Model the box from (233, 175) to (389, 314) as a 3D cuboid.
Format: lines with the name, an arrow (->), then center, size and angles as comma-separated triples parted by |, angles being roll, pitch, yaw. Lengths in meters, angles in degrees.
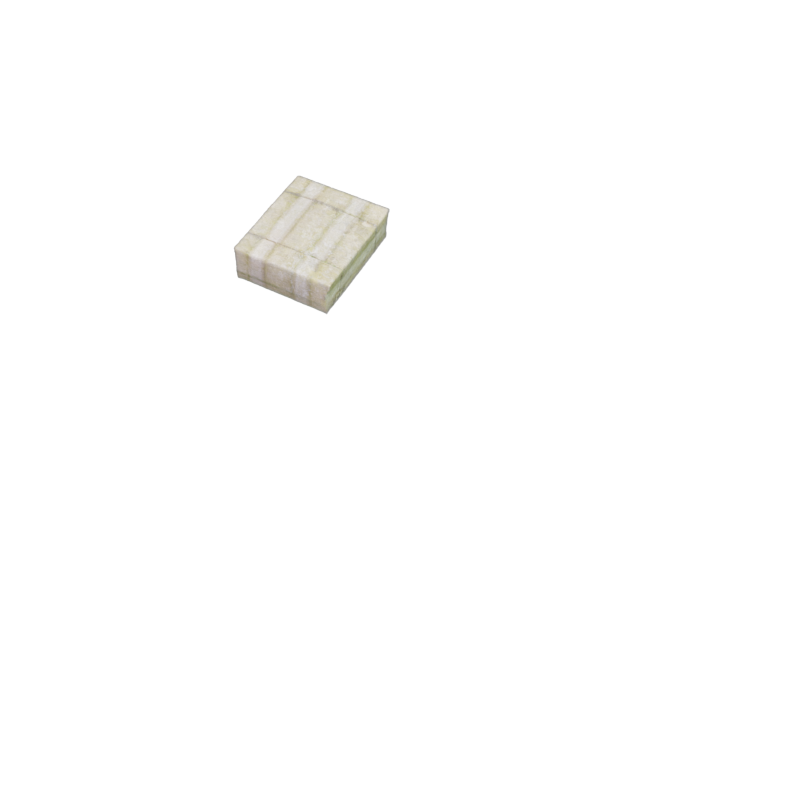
box -> -0.073, -0.133, 0.930 | 0.093, 0.036, 0.117 | 20, 51, 17
